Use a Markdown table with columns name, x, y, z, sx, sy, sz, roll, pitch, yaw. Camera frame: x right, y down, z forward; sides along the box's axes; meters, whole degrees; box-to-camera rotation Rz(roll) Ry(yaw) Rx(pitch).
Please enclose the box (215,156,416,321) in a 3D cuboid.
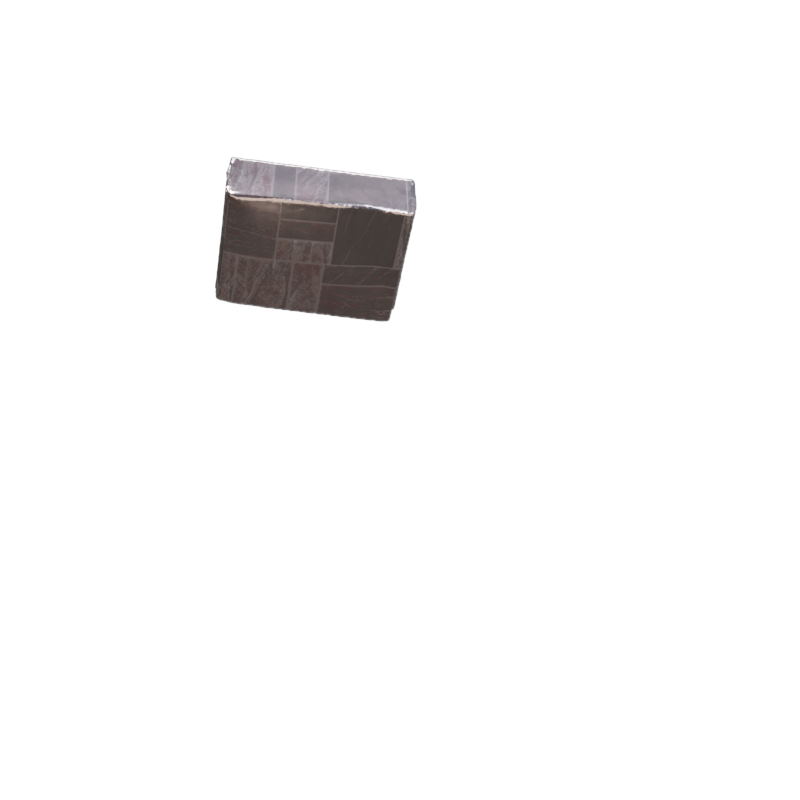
| name | x | y | z | sx | sy | sz | roll | pitch | yaw |
| --- | --- | --- | --- | --- | --- | --- | --- | --- | --- |
| box | -0.053 | -0.096 | 0.672 | 0.112 | 0.084 | 0.042 | 6 | 43 | -6 |
